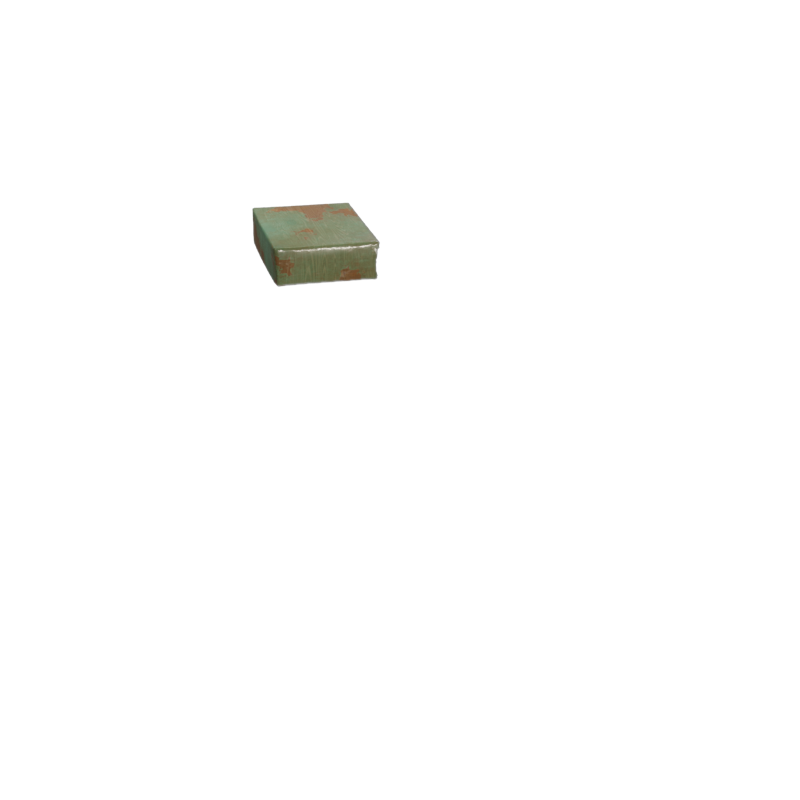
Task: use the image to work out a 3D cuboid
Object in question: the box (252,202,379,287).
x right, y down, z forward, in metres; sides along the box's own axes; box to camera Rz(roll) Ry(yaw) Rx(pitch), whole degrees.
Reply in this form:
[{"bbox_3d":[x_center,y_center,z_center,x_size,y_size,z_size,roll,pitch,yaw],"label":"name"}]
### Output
[{"bbox_3d":[-0.075,-0.136,0.956,0.089,0.037,0.121,-7,29,-13],"label":"box"}]
